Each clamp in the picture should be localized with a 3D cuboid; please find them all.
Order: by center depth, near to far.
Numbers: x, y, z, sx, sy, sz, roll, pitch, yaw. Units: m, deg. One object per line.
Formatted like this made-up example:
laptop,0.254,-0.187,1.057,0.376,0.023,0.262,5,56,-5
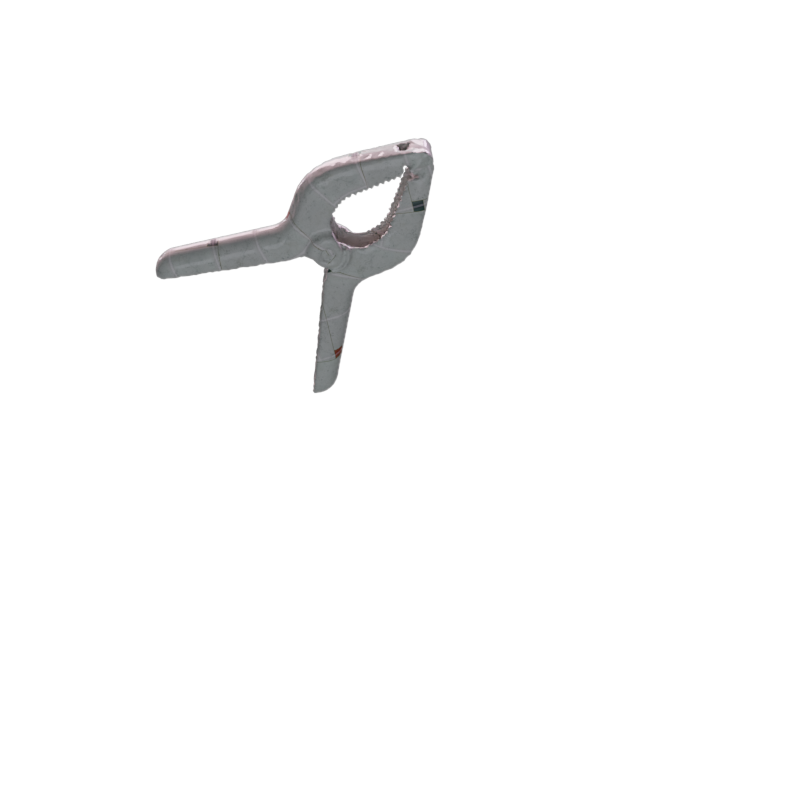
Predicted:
clamp,-0.062,-0.112,0.787,0.158,0.205,0.039,32,26,-18
